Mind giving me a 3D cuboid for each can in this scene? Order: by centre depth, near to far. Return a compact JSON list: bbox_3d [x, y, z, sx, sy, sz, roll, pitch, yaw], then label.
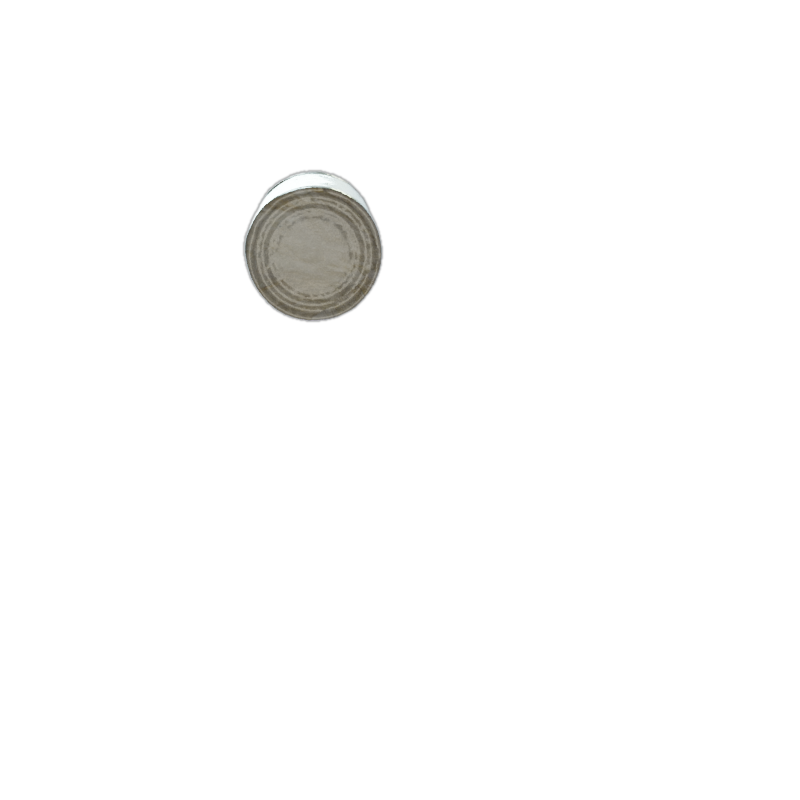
[{"bbox_3d":[-0.045,-0.083,0.580,0.068,0.067,0.105,0,13,-3],"label":"can"}]
